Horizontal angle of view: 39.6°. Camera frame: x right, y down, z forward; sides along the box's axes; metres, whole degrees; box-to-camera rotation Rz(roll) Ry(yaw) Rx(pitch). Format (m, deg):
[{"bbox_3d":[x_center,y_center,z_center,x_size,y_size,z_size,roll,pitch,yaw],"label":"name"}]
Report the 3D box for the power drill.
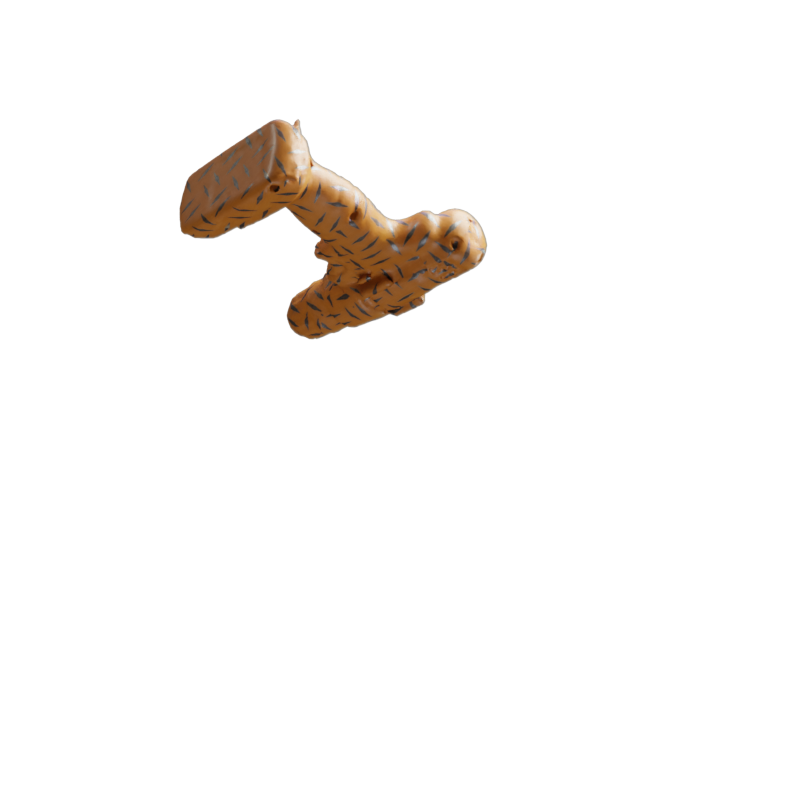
[{"bbox_3d":[-0.062,-0.112,0.787,0.185,0.061,0.176,-25,-38,37],"label":"power drill"}]
